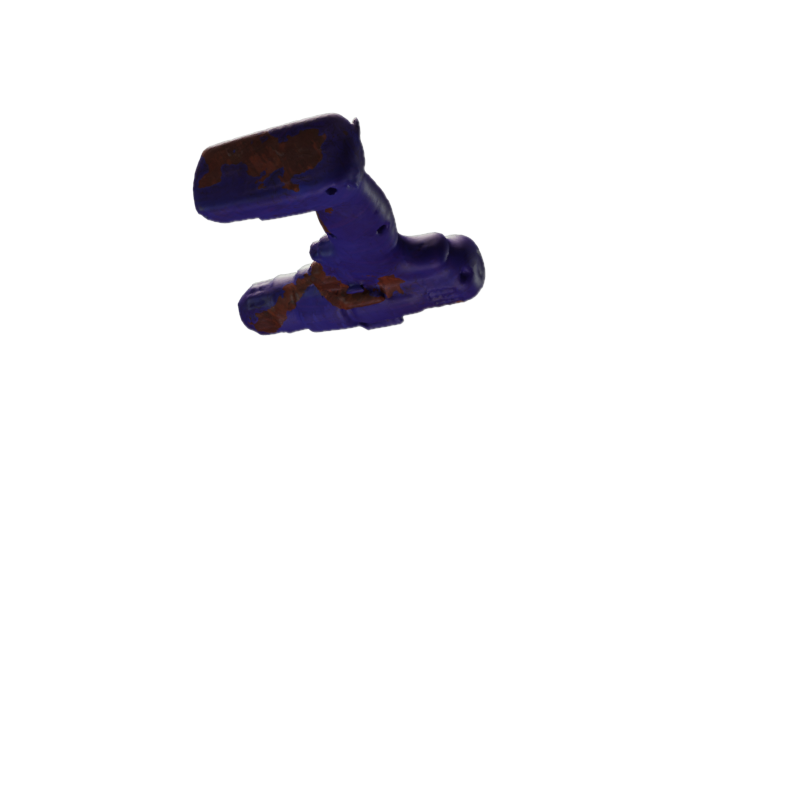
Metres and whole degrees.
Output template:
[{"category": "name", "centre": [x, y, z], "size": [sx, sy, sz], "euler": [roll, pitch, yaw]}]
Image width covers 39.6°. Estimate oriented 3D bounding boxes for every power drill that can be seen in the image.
[{"category": "power drill", "centre": [-0.057, -0.104, 0.728], "size": [0.187, 0.061, 0.174], "euler": [-11, -27, 22]}]
